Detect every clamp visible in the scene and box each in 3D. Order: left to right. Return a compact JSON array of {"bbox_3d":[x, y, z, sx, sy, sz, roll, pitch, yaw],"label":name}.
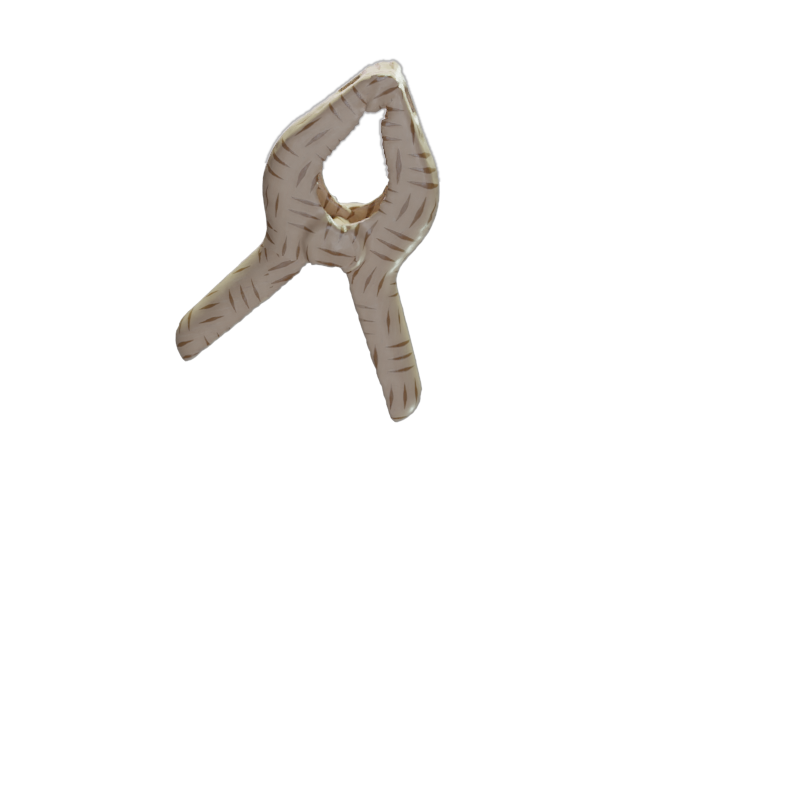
[{"bbox_3d":[-0.040,-0.072,0.507,0.119,0.164,0.041,7,22,-3],"label":"clamp"}]
